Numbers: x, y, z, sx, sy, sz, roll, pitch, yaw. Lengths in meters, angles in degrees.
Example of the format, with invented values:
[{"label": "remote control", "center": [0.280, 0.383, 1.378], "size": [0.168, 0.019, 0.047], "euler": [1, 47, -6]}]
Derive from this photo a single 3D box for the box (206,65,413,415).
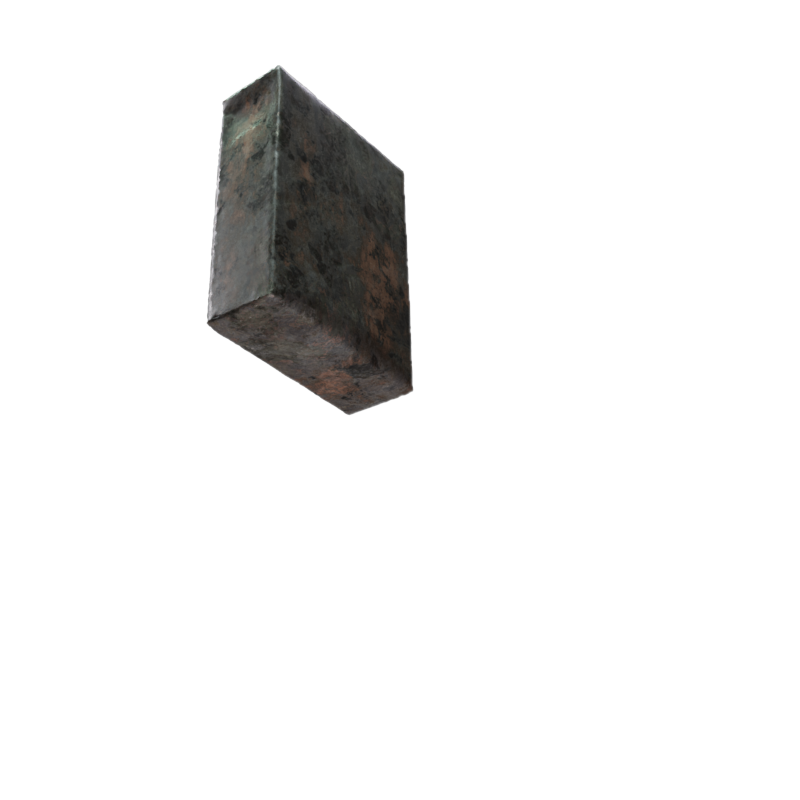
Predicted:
[{"label": "box", "center": [-0.066, -0.120, 0.840], "size": [0.072, 0.229, 0.153], "euler": [-25, -40, 30]}]
